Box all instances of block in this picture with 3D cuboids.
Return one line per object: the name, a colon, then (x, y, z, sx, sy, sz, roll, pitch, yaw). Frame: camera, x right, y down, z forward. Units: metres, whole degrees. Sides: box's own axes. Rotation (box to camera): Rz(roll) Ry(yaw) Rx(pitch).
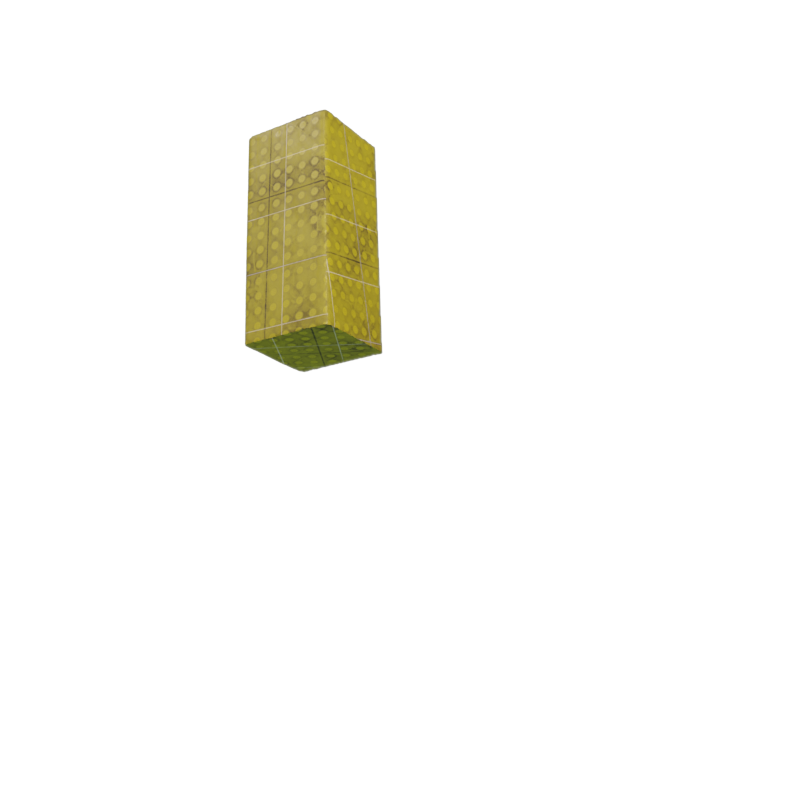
block: (-0.079, -0.143, 0.999, 0.092, 0.218, 0.084, -16, -27, 30)
